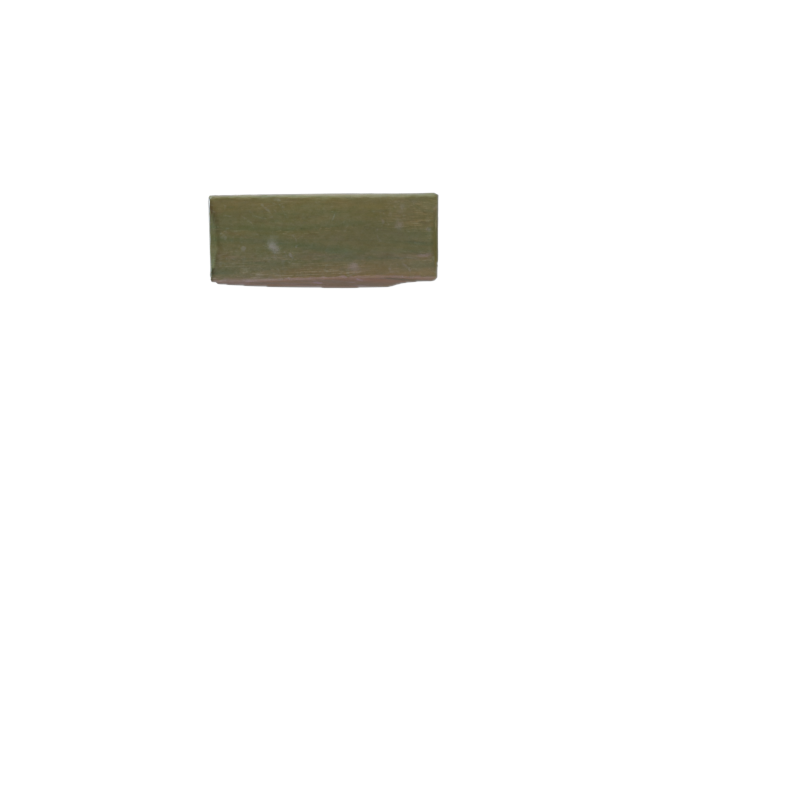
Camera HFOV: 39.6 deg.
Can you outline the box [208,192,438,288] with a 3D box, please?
[{"bbox_3d":[-0.037,-0.068,0.478,0.089,0.039,0.114,0,3,-8],"label":"box"}]
